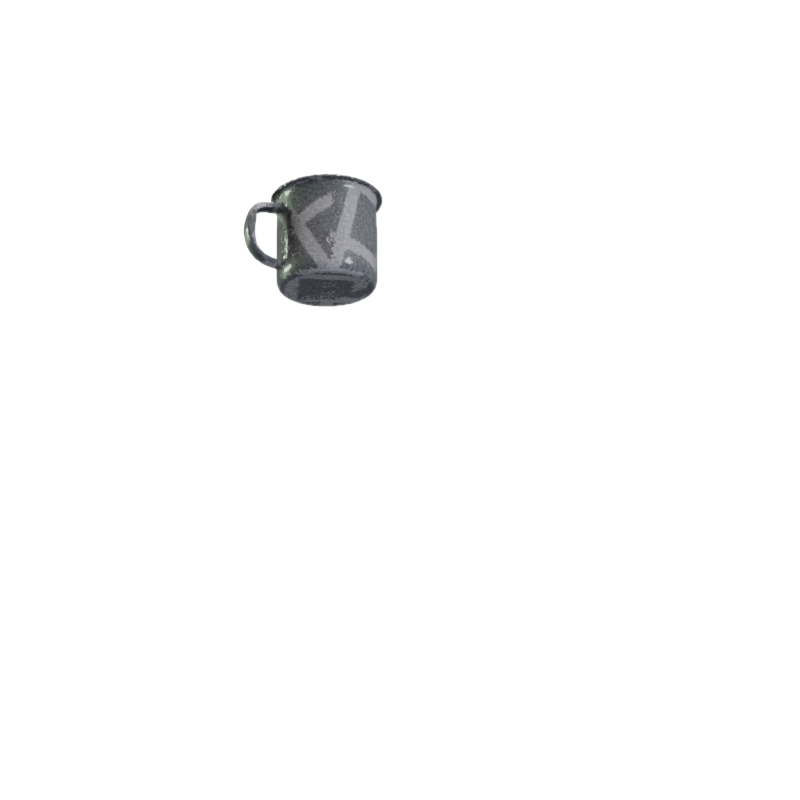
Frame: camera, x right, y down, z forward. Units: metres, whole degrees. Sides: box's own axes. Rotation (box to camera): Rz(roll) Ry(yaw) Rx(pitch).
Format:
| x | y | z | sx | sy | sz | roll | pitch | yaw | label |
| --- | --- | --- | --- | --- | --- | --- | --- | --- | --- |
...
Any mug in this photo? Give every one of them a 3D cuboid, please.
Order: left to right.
| x | y | z | sx | sy | sz | roll | pitch | yaw | label |
| --- | --- | --- | --- | --- | --- | --- | --- | --- | --- |
| -0.071 | -0.129 | 0.903 | 0.113 | 0.086 | 0.092 | 9 | -23 | -24 | mug |
